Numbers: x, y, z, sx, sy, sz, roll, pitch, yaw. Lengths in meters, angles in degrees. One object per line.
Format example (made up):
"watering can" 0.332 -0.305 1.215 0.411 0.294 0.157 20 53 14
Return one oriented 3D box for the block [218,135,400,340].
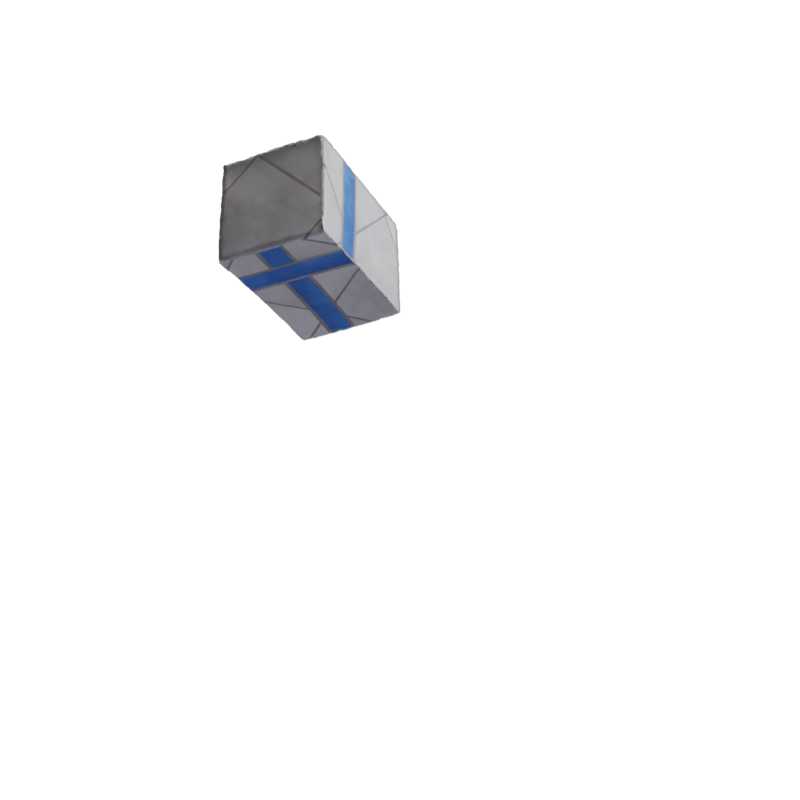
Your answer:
"block" -0.039 -0.071 0.496 0.053 0.055 0.072 -14 -32 21
